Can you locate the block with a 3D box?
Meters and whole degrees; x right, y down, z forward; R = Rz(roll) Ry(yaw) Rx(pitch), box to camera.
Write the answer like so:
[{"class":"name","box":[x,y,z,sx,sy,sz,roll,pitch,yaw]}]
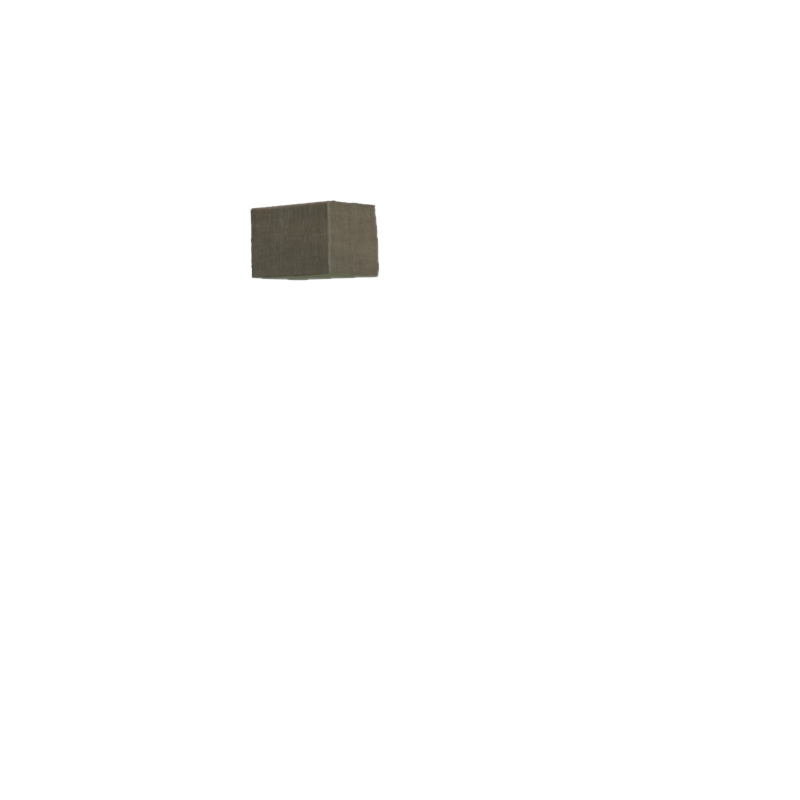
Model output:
[{"class":"block","box":[-0.061,-0.111,0.781,0.081,0.052,0.051,1,1,39]}]
